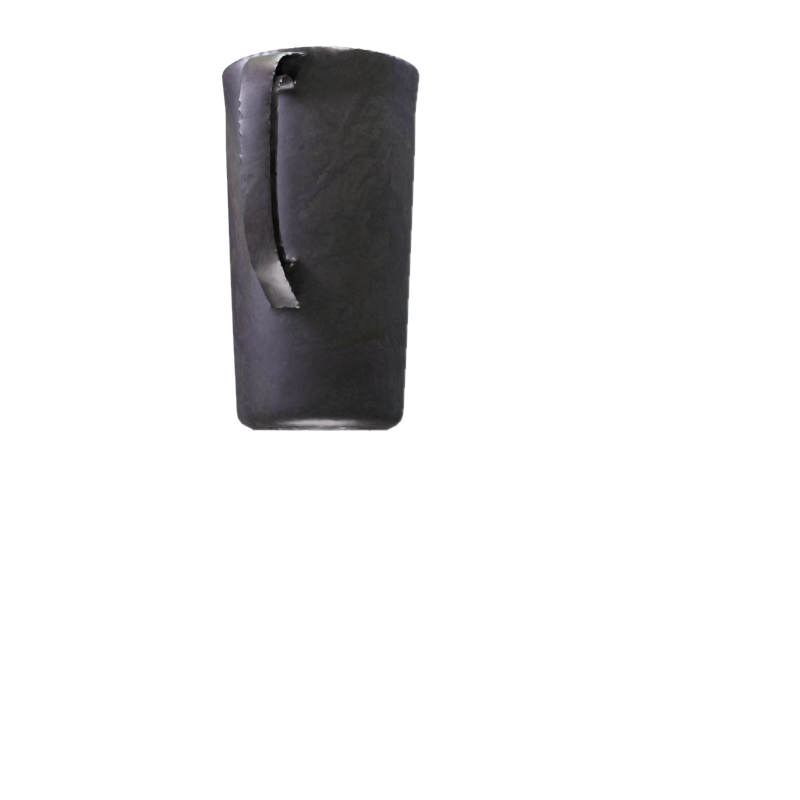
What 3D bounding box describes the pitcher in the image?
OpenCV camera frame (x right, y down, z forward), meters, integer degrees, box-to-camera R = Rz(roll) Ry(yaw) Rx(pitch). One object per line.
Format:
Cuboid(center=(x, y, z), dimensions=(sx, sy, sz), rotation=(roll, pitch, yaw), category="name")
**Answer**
Cuboid(center=(-0.057, -0.103, 0.723), dimensions=(0.144, 0.248, 0.147), rotation=(3, -8, -27), category="pitcher")
